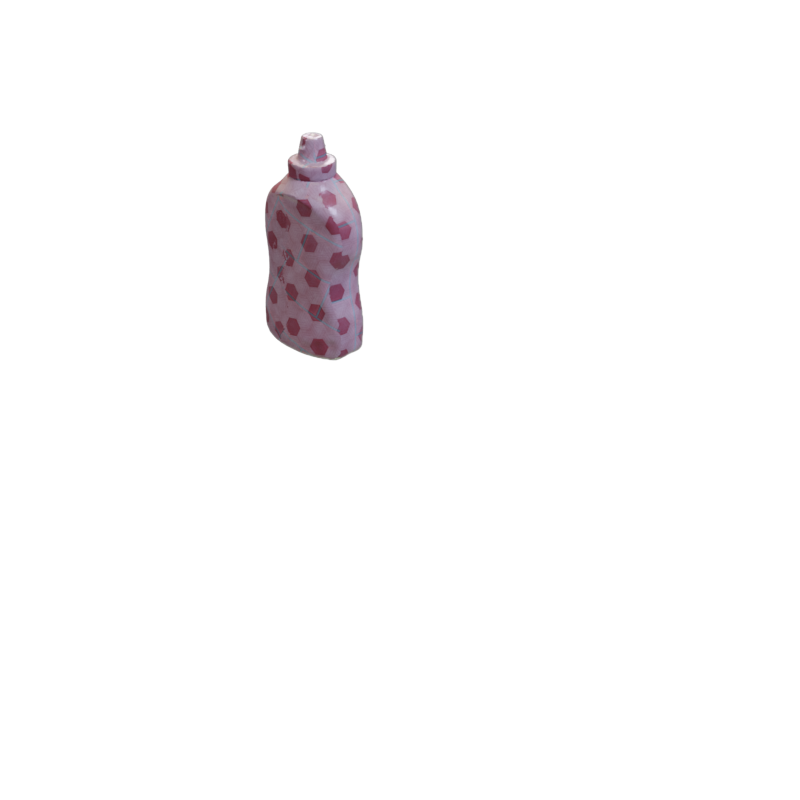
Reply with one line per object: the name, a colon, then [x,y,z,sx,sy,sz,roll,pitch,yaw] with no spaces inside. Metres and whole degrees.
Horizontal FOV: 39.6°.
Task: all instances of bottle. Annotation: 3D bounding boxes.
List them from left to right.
bottle: [-0.075,-0.135,0.949,0.058,0.182,0.102,-21,34,-40]
